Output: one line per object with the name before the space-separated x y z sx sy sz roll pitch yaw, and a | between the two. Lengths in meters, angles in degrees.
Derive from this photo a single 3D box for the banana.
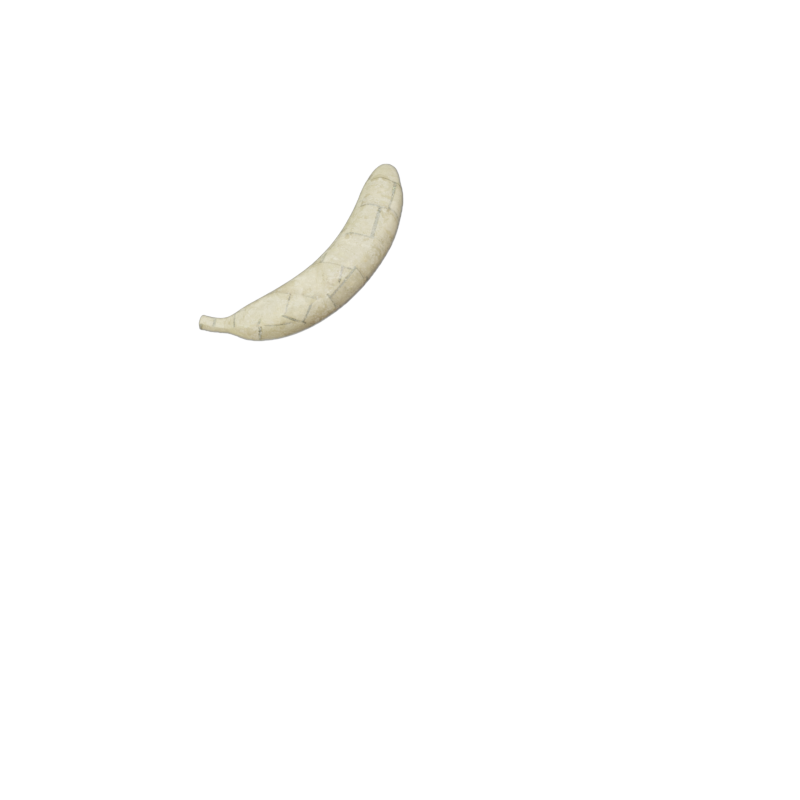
banana | -0.052 -0.101 0.796 0.073 0.200 0.034 37 -26 21
